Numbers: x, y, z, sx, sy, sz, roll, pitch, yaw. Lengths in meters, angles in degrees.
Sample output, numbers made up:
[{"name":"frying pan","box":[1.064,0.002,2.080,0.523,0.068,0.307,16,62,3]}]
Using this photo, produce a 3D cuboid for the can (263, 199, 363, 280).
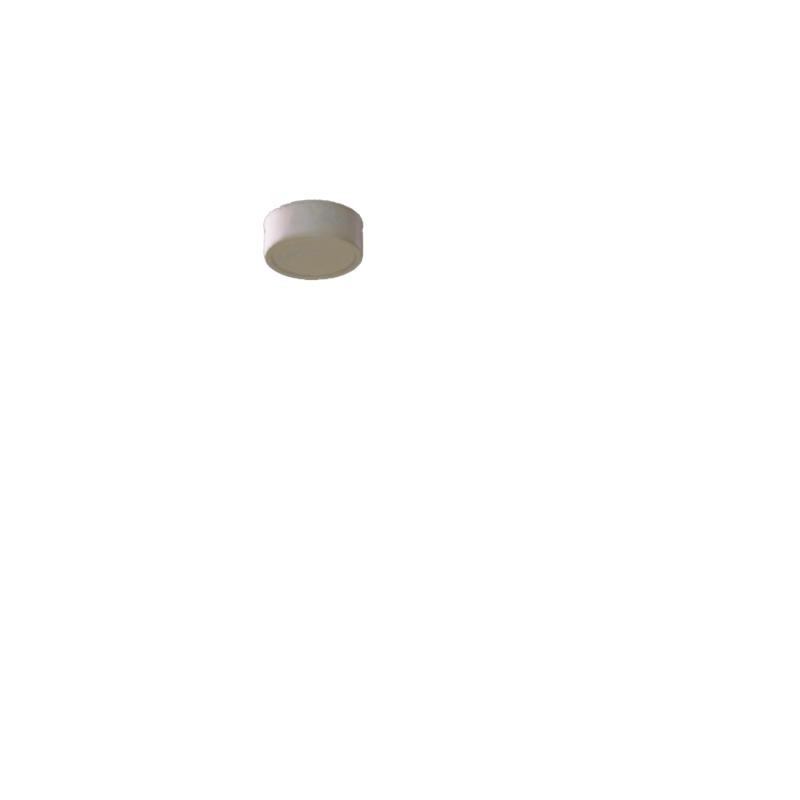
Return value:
[{"name":"can","box":[-0.074,-0.134,0.940,0.086,0.035,0.081,0,-22,-2]}]
